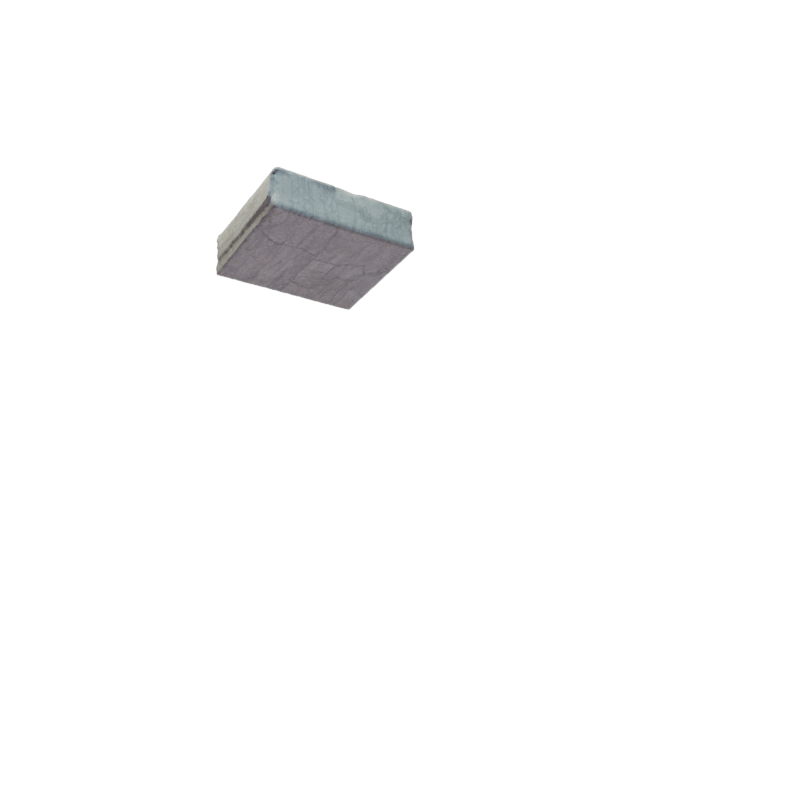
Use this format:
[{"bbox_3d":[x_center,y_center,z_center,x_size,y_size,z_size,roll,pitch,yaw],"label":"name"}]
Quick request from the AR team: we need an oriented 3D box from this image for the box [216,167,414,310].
[{"bbox_3d":[-0.049,-0.089,0.620,0.085,0.032,0.071,15,-34,-25],"label":"box"}]
